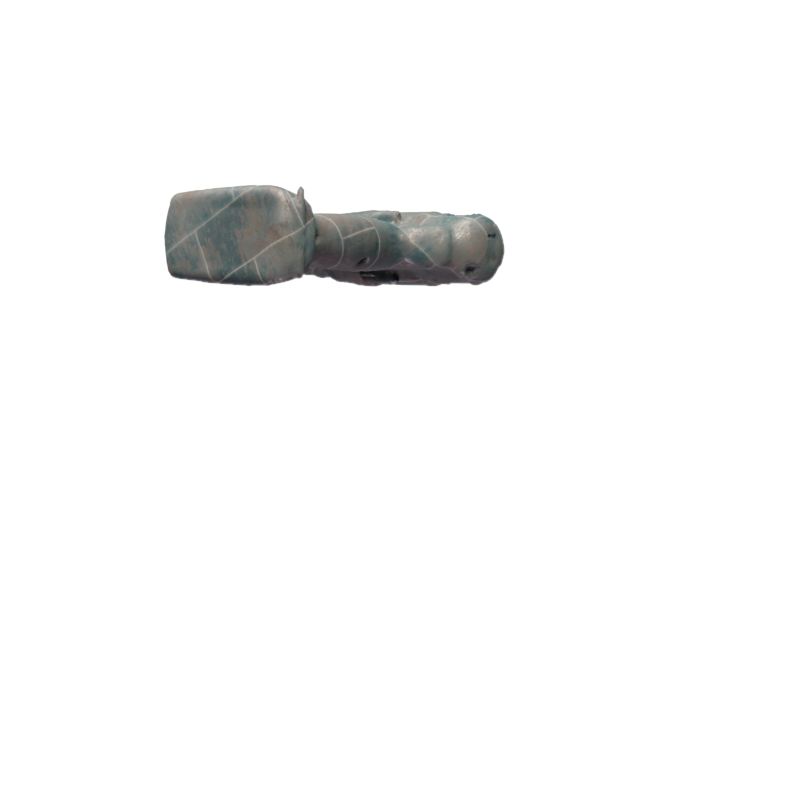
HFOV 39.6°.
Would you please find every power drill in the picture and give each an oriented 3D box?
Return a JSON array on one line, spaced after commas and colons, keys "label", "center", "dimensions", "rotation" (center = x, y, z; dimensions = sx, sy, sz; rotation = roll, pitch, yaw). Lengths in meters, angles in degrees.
[{"label": "power drill", "center": [-0.056, -0.101, 0.710], "dimensions": [0.192, 0.057, 0.181], "rotation": [5, 7, 42]}]
